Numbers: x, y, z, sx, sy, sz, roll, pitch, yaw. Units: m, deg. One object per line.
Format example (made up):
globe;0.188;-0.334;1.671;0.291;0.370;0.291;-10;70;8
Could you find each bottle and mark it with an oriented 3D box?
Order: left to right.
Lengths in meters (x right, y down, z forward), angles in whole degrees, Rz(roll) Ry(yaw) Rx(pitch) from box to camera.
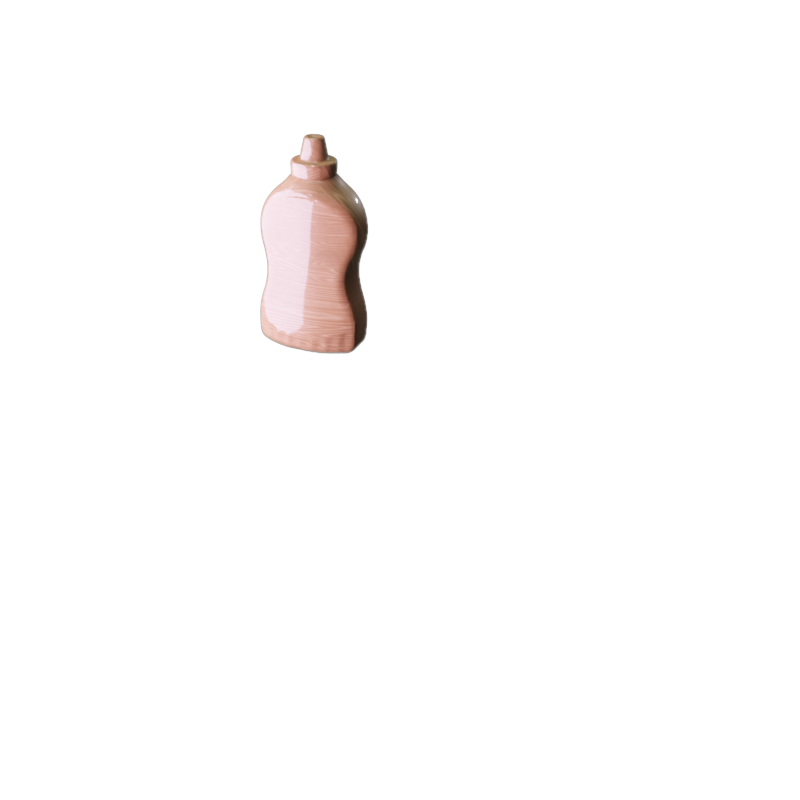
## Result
bottle;-0.077;-0.140;0.980;0.100;0.183;0.059;11;24;23
